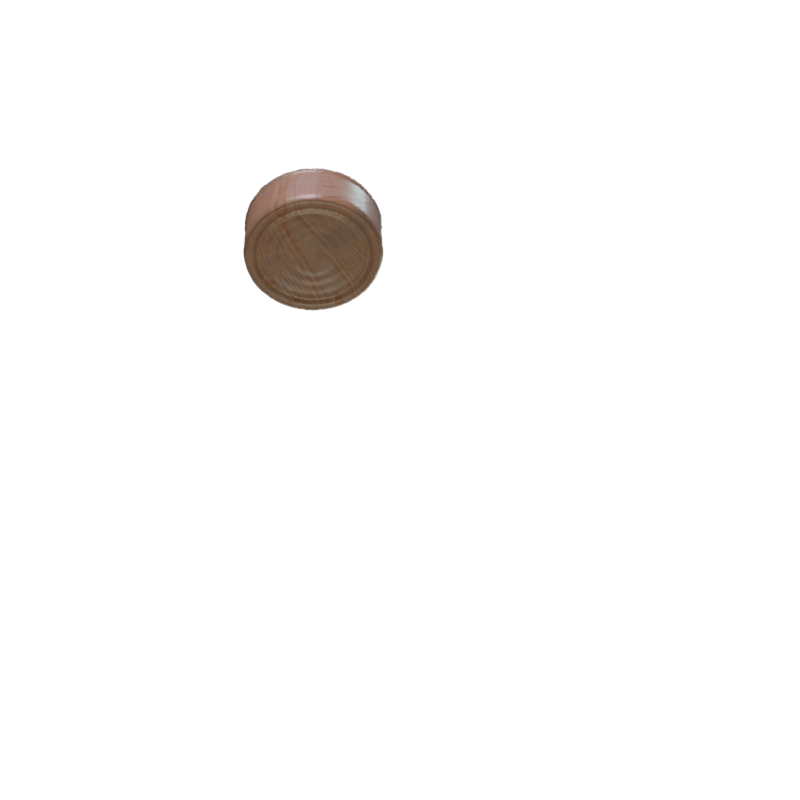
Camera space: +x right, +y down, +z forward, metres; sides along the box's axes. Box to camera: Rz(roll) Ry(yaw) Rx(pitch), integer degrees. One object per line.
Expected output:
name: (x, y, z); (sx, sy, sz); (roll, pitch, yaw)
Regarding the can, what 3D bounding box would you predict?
can: (-0.053, -0.097, 0.679); (0.086, 0.080, 0.036); (1, 38, -1)
